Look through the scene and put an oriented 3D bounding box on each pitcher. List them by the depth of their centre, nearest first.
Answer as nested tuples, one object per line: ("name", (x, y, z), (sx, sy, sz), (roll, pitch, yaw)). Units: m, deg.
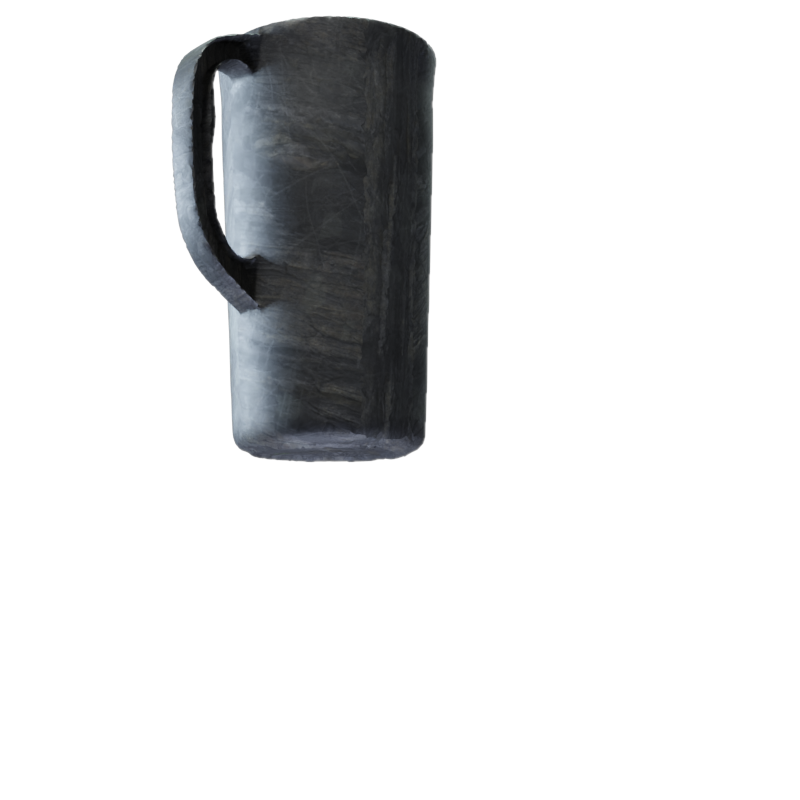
("pitcher", (-0.050, -0.092, 0.642), (0.149, 0.252, 0.140), (-1, -14, 1))
